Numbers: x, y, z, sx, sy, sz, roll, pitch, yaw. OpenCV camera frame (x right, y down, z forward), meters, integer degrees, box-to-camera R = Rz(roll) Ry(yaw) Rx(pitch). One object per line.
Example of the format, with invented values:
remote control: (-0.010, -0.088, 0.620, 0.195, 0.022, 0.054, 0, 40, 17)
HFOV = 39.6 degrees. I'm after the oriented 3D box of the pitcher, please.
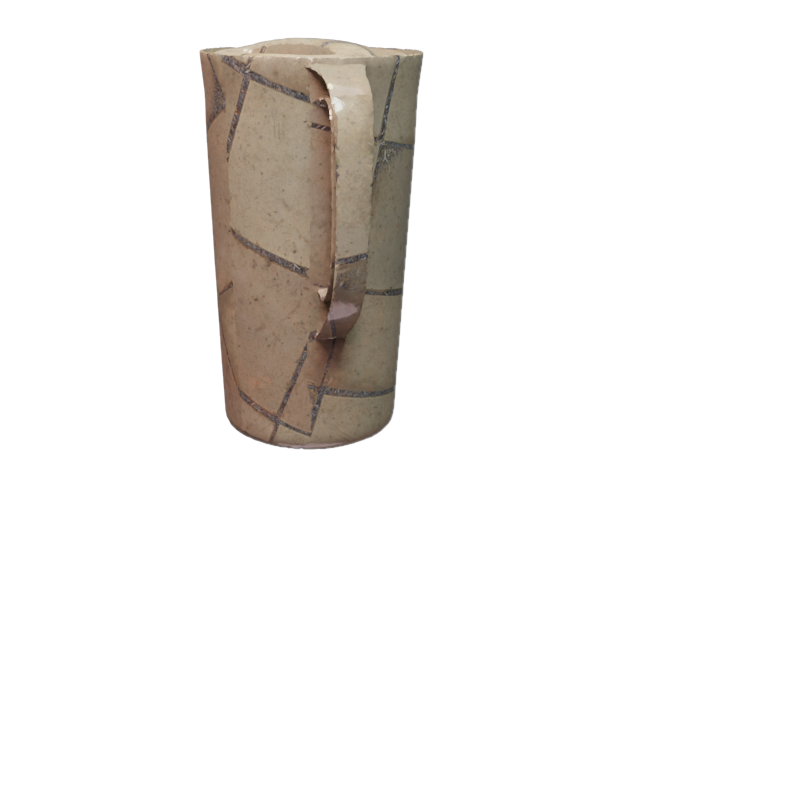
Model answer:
pitcher: (-0.053, -0.096, 0.674, 0.151, 0.236, 0.148, 8, 16, 28)
